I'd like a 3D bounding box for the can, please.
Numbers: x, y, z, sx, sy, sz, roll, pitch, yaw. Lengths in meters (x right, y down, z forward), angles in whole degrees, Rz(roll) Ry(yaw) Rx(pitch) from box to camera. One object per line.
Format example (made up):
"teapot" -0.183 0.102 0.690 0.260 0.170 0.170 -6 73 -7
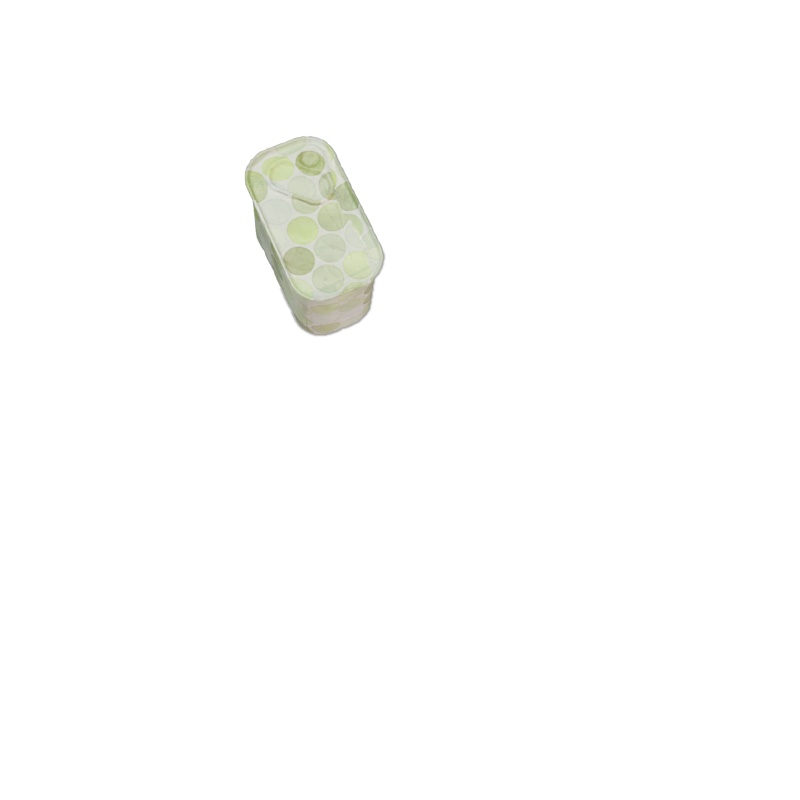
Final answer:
"can" -0.053 -0.097 0.681 0.057 0.107 0.080 -23 -16 -9
